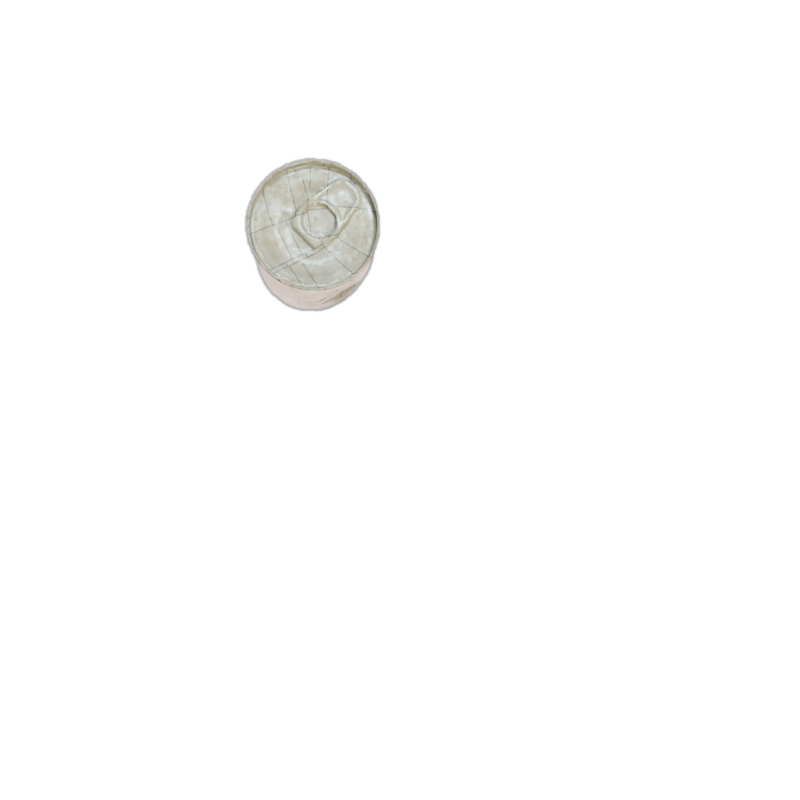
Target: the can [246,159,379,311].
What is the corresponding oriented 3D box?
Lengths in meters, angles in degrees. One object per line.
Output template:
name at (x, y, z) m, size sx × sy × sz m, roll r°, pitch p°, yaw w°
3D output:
can at (-0.048, -0.087, 0.611) m, size 0.068 × 0.070 × 0.101 m, roll 0°, pitch -5°, yaw -3°
